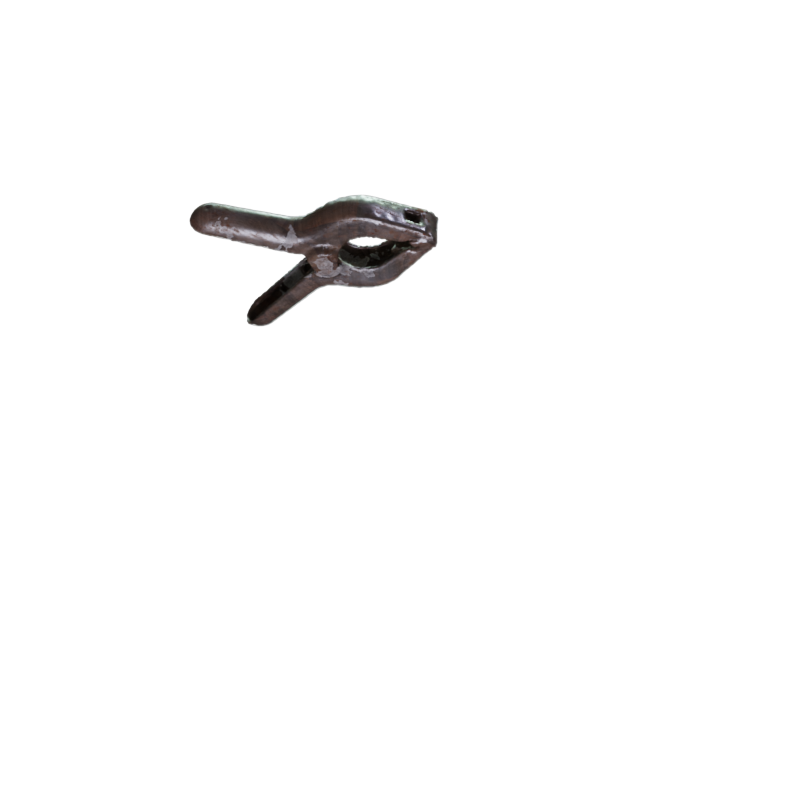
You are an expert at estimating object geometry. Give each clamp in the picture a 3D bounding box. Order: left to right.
[{"bbox_3d":[-0.062,-0.113,0.789,0.173,0.042,0.111,-17,-39,21],"label":"clamp"}]
